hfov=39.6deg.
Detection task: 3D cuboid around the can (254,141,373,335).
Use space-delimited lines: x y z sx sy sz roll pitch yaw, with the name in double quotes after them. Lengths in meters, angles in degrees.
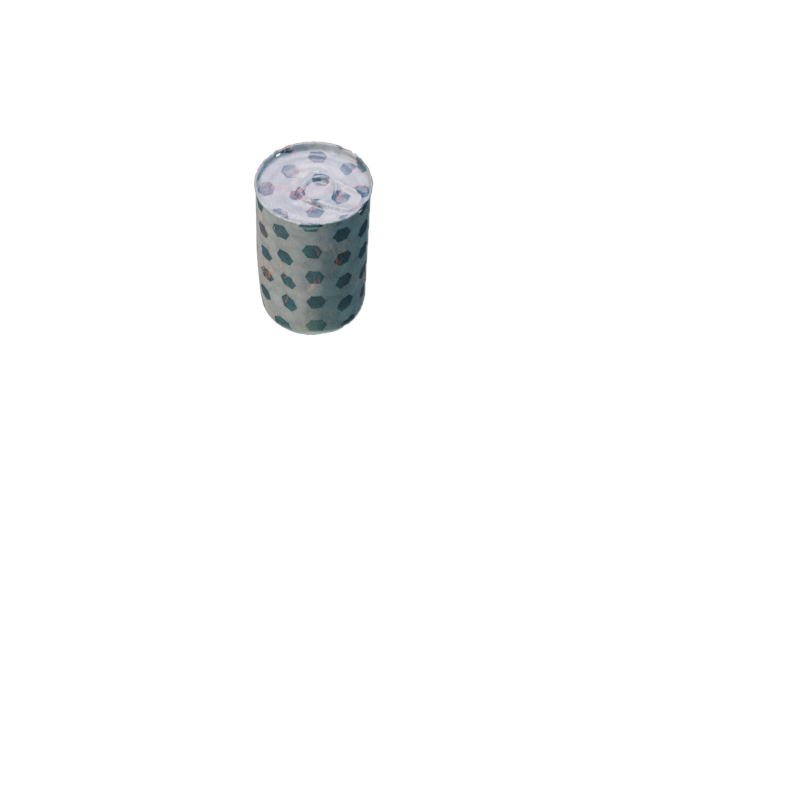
-0.052 -0.095 0.668 0.068 0.073 0.095 0 -39 -3 "can"
